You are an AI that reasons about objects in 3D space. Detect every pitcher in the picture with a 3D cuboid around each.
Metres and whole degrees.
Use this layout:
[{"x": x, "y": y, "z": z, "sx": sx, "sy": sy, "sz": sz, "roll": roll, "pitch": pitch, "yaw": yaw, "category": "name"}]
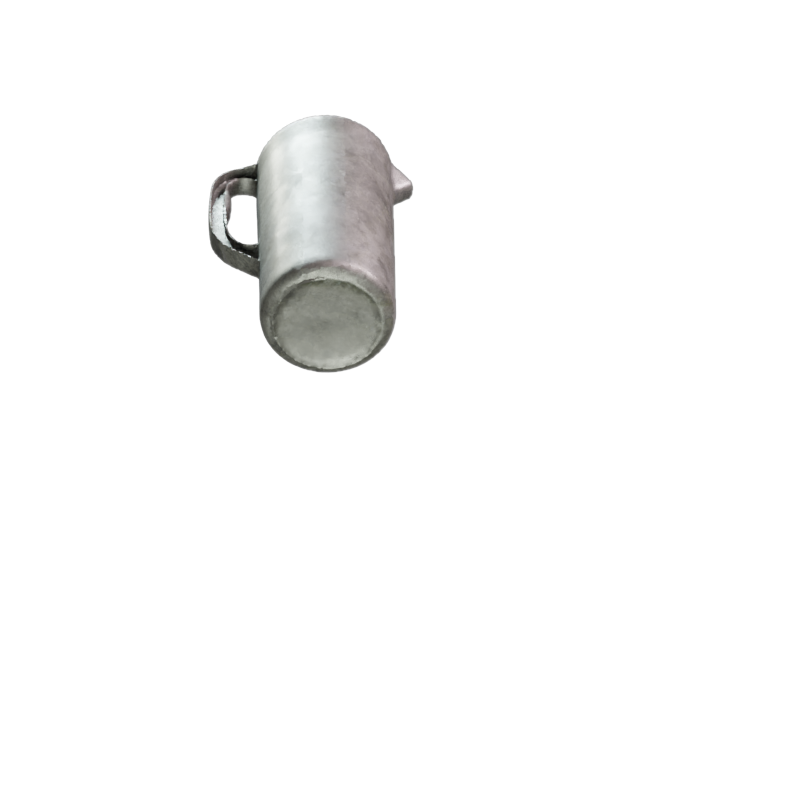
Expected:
[{"x": -0.076, "y": -0.138, "z": 0.965, "sx": 0.148, "sy": 0.260, "sz": 0.136, "roll": -35, "pitch": -59, "yaw": 21, "category": "pitcher"}]
